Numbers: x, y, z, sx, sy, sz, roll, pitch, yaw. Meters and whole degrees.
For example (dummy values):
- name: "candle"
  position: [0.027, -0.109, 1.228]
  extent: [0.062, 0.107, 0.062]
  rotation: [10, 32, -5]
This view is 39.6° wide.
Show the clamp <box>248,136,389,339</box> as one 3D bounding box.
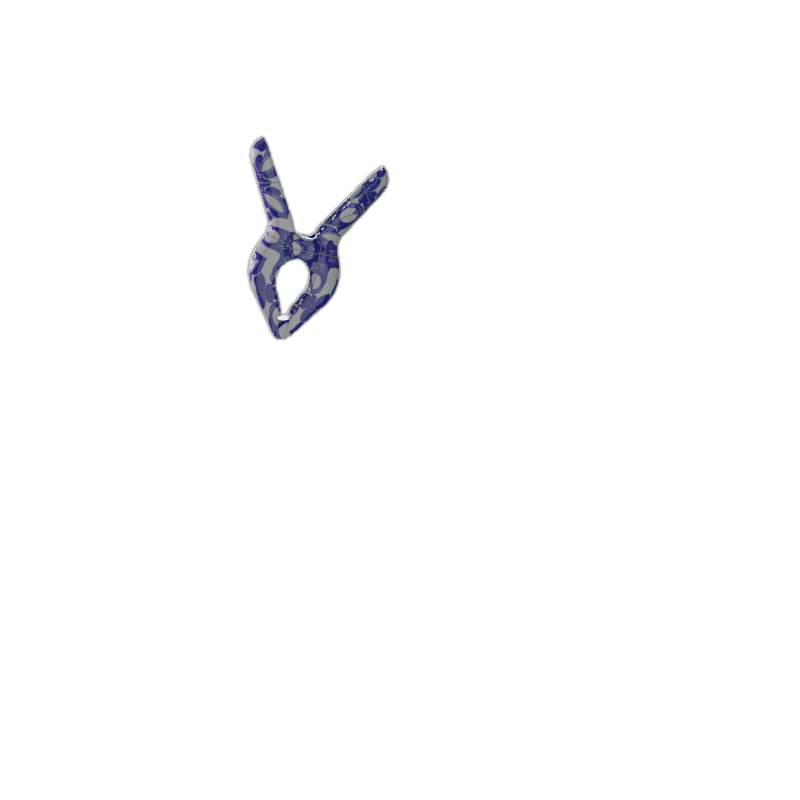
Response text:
- name: "clamp"
  position: [-0.075, -0.136, 0.956]
  extent: [0.120, 0.168, 0.040]
  rotation: [6, 8, -1]
